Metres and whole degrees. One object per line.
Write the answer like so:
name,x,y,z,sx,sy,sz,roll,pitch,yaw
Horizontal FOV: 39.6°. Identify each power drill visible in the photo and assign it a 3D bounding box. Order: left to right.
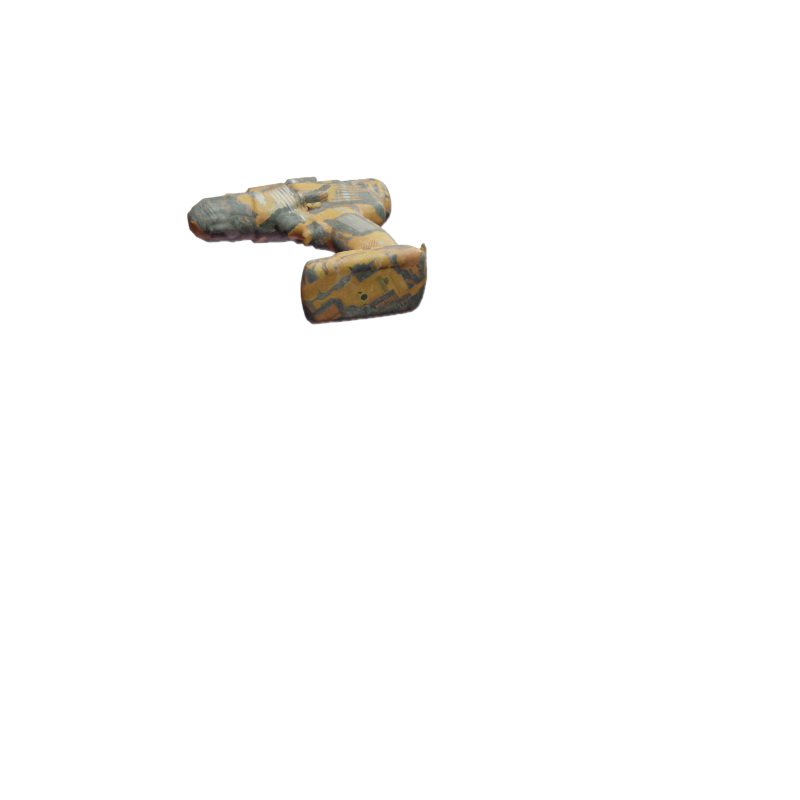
power drill,-0.073,-0.132,0.927,0.182,0.054,0.202,-11,34,-16
